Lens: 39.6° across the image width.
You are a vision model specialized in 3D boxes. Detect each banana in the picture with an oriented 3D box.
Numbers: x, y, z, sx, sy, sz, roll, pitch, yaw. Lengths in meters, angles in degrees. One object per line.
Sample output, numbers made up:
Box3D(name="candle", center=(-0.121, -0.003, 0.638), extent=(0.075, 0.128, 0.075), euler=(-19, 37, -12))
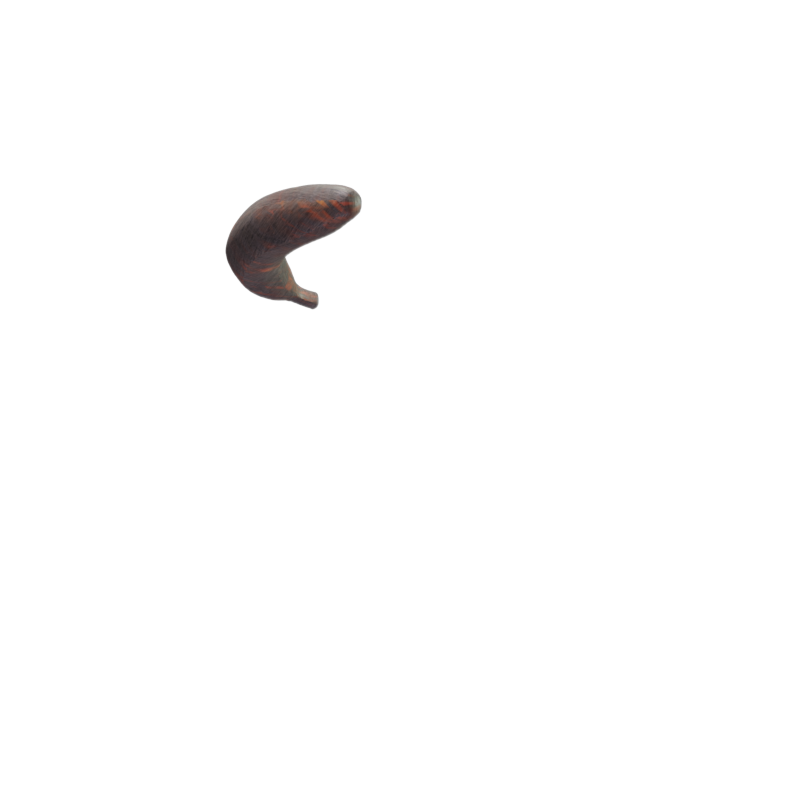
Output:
Box3D(name="banana", center=(-0.073, -0.098, 0.689), extent=(0.069, 0.038, 0.194), euler=(2, -10, -11))
